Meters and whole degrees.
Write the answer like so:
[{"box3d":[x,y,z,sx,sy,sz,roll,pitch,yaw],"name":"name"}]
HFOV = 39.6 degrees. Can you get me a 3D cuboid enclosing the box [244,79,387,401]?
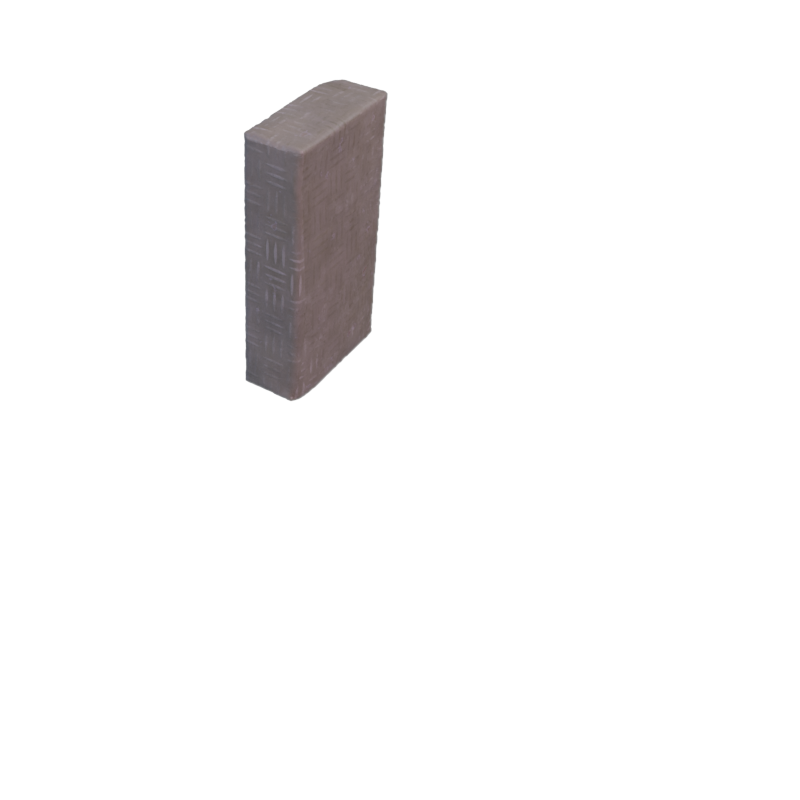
[{"box3d":[-0.052,-0.095,0.664,0.050,0.165,0.095,20,38,23],"name":"box"}]
